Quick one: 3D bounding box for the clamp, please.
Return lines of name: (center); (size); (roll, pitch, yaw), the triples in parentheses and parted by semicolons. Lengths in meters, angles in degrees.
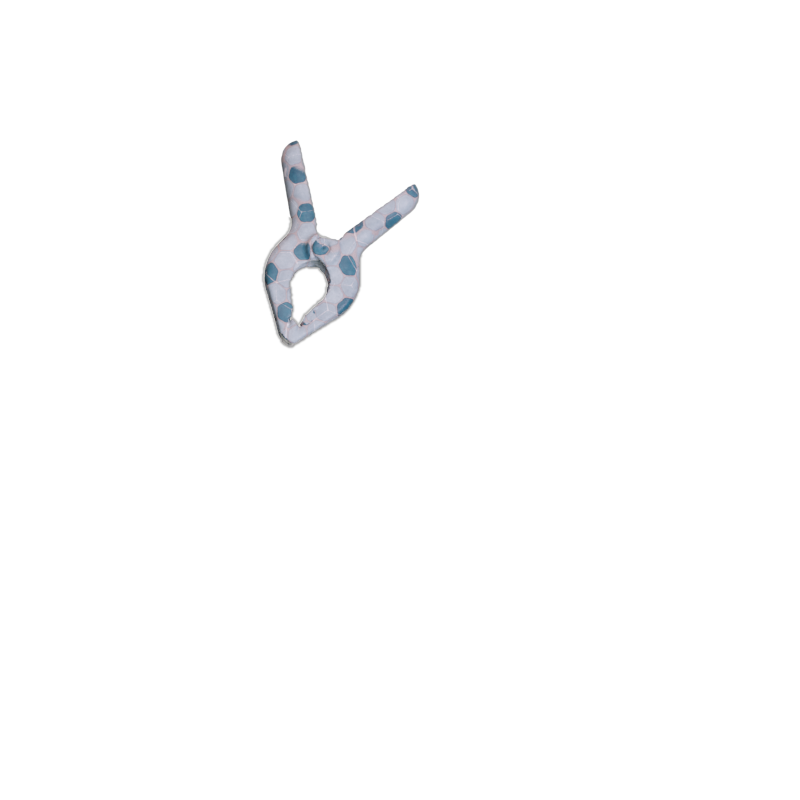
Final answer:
clamp: (-0.072, -0.131, 0.917); (0.122, 0.176, 0.037); (26, -17, 8)
